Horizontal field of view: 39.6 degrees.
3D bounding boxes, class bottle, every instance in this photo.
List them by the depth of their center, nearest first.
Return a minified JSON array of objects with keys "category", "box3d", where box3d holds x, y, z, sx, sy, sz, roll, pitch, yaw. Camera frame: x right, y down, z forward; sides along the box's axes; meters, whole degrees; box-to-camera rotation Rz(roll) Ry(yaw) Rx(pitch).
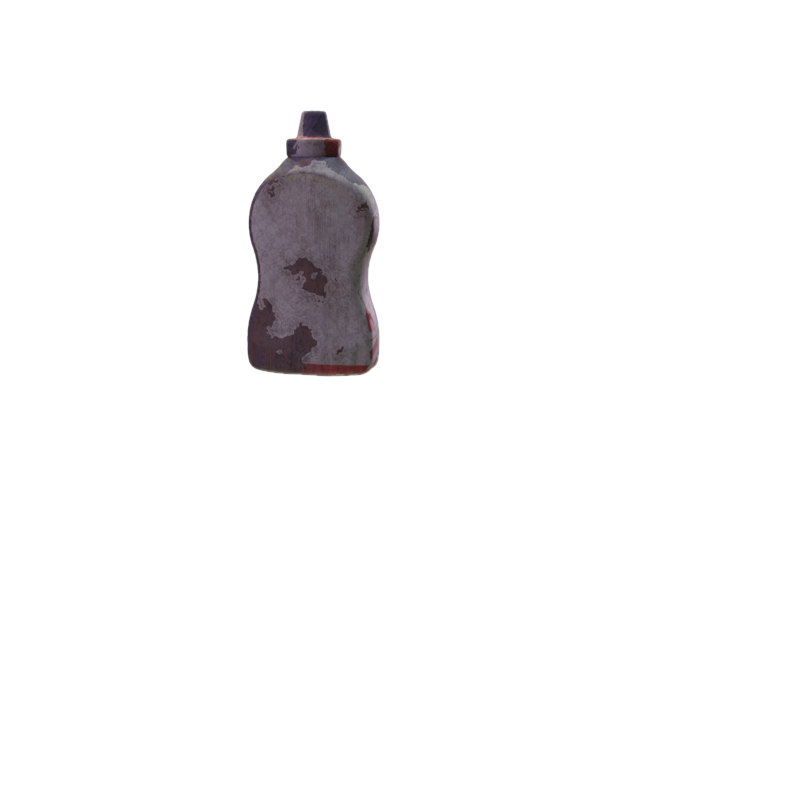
[{"category":"bottle","box3d":[-0.064,-0.117,0.818,0.098,0.190,0.058,2,5,16]}]
